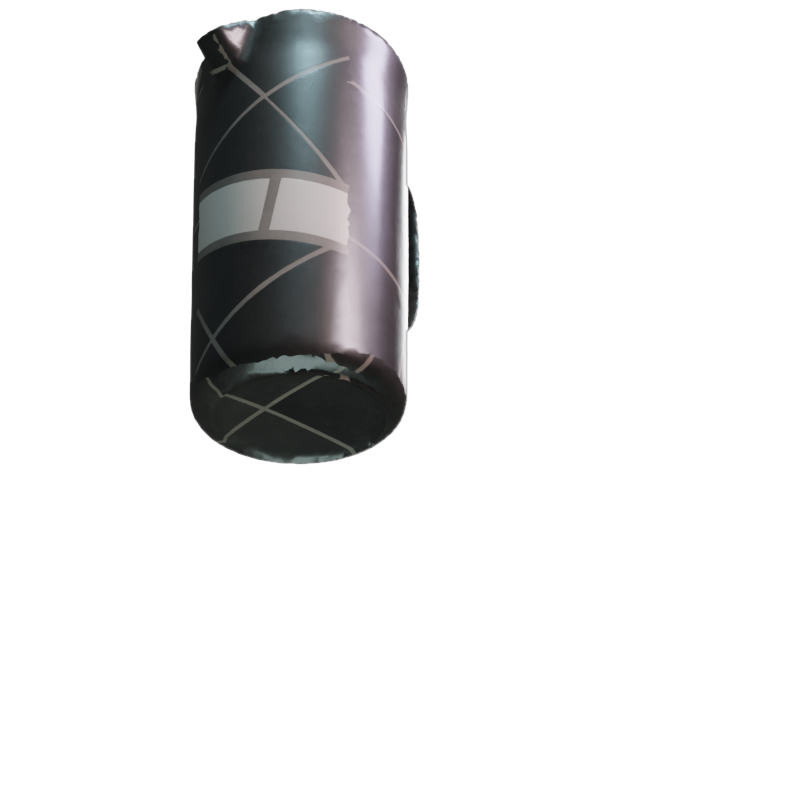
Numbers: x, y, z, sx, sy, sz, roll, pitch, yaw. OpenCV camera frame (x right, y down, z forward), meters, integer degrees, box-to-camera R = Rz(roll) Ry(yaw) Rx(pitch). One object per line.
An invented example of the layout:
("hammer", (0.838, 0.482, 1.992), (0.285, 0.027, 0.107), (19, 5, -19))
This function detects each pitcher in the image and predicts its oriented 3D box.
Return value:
("pitcher", (-0.049, -0.089, 0.626), (0.148, 0.260, 0.136), (3, -36, -7))
